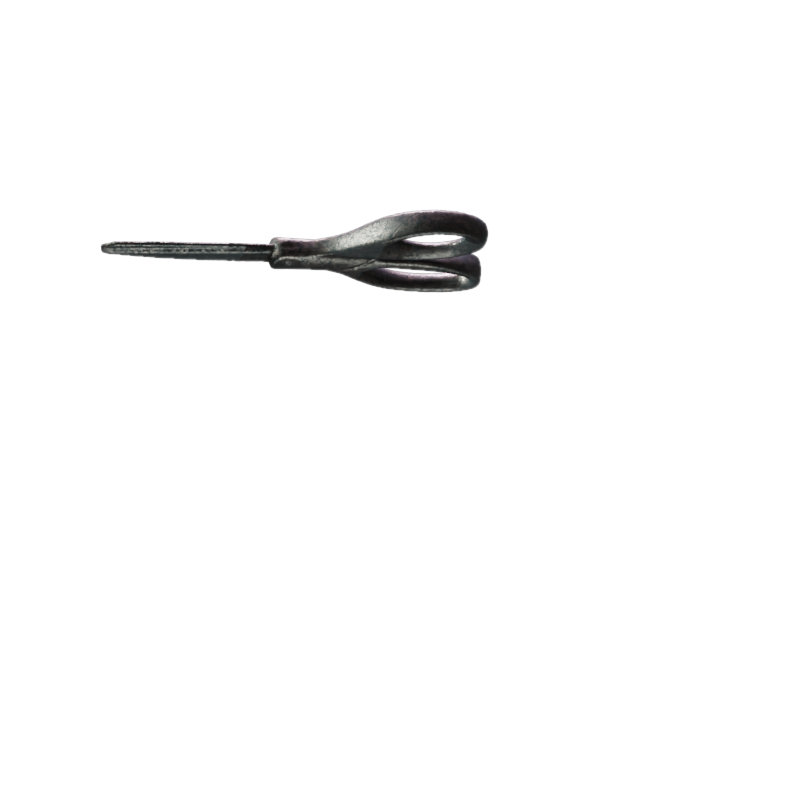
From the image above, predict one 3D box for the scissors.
[{"bbox_3d":[-0.044,-0.081,0.565,0.196,0.016,0.095,6,-17,-19],"label":"scissors"}]
